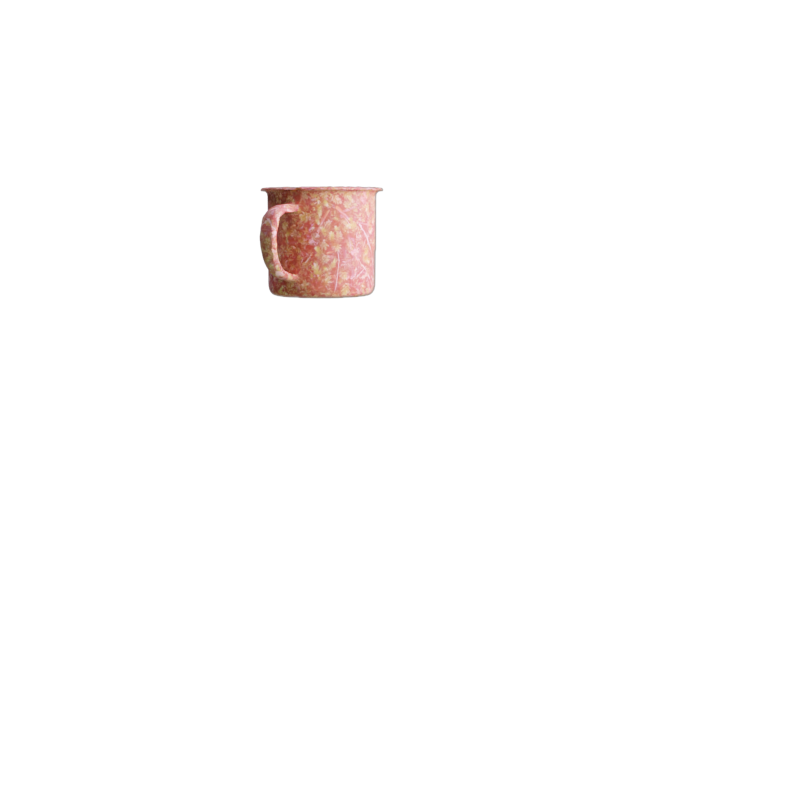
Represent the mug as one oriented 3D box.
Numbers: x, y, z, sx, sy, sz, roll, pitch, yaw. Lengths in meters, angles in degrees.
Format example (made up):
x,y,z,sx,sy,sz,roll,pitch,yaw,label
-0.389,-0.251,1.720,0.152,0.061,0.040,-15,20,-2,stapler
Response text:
x,y,z,sx,sy,sz,roll,pitch,yaw,label
-0.065,-0.119,0.831,0.097,0.081,0.114,4,8,29,mug
